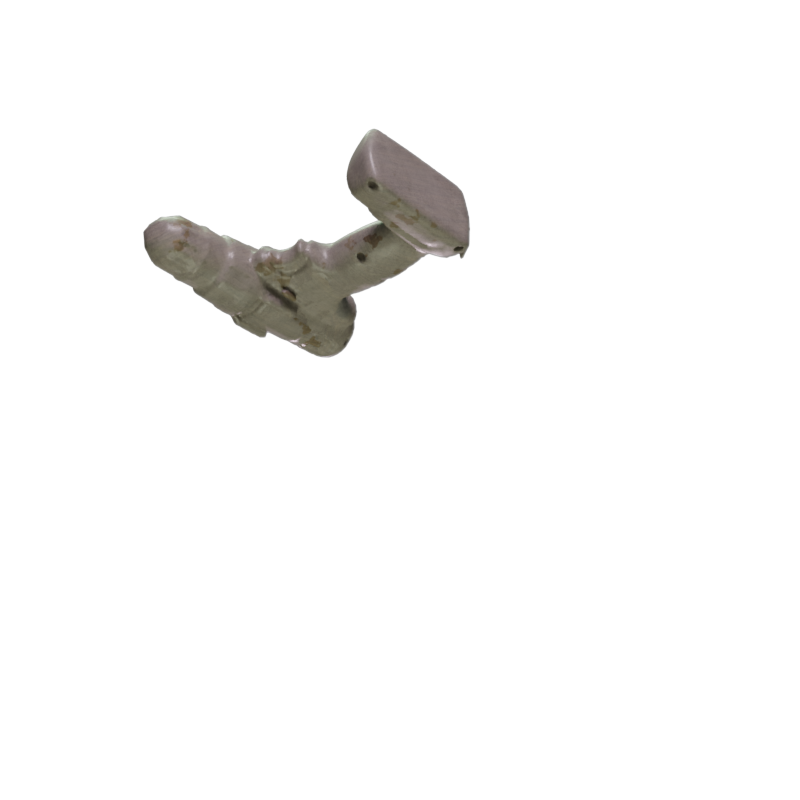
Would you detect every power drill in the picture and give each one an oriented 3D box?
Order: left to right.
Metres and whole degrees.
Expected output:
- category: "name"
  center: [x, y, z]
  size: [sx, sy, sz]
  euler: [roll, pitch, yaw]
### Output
- category: "power drill"
  center: [-0.061, -0.111, 0.777]
  size: [0.173, 0.061, 0.187]
  euler: [28, -43, -36]
